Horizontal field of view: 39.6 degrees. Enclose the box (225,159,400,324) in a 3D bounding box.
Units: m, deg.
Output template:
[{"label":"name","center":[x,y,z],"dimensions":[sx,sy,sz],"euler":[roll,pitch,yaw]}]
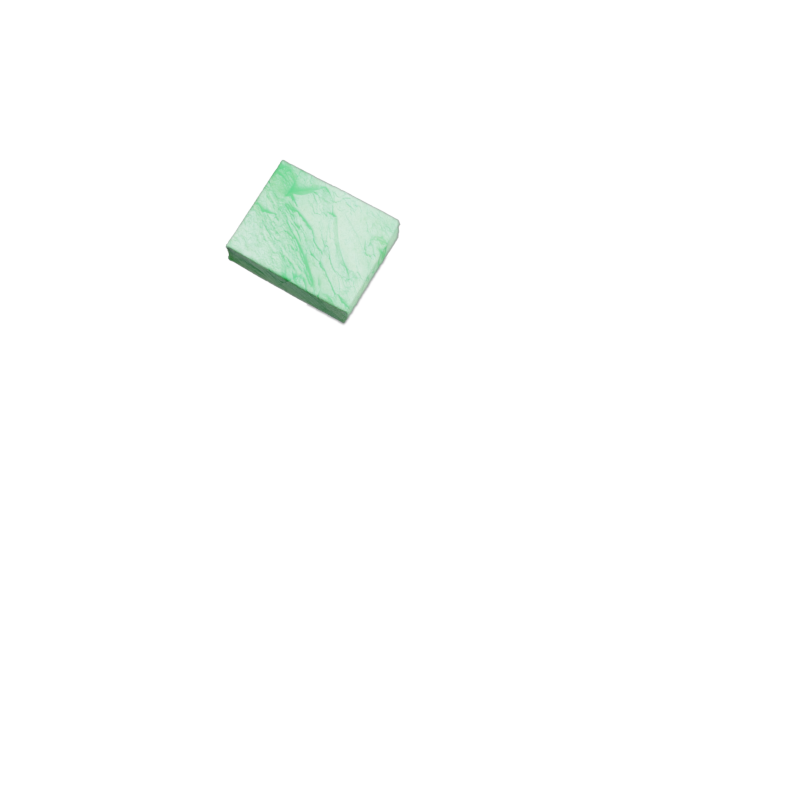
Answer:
[{"label":"box","center":[-0.070,-0.128,0.893],"dimensions":[0.116,0.092,0.037],"euler":[27,-20,11]}]
